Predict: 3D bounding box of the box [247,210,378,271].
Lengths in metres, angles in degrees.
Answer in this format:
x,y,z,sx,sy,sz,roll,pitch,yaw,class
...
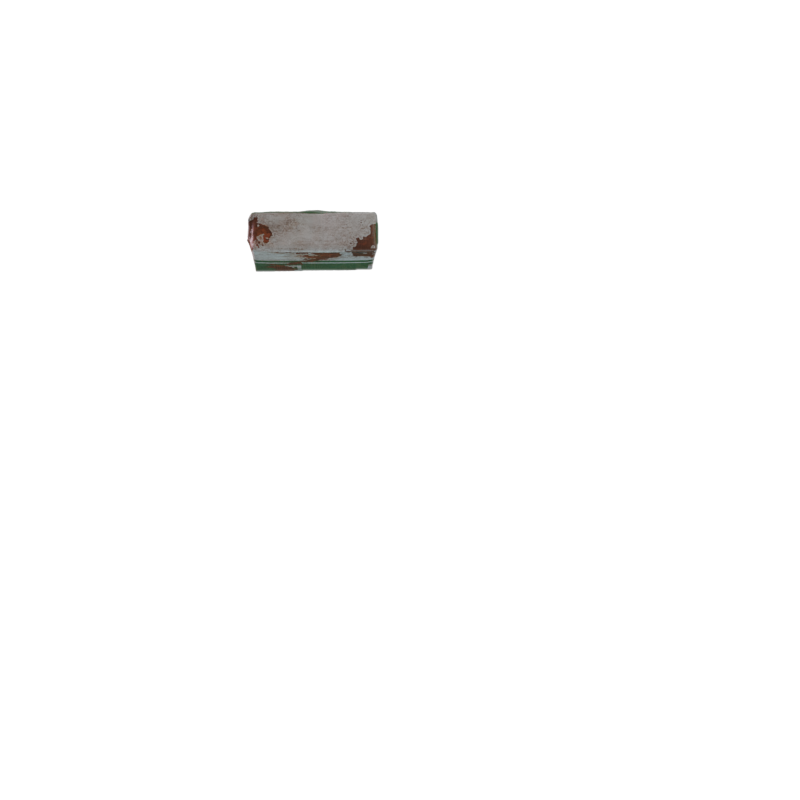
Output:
x,y,z,sx,sy,sz,roll,pitch,yaw,class
-0.062,-0.112,0.786,0.089,0.031,0.072,0,-6,-1,box
